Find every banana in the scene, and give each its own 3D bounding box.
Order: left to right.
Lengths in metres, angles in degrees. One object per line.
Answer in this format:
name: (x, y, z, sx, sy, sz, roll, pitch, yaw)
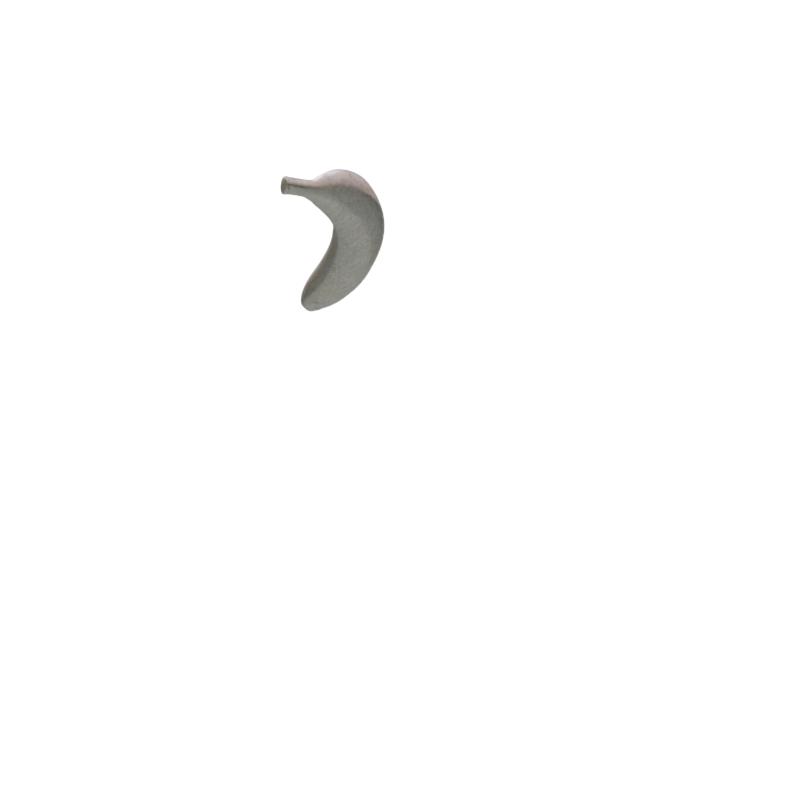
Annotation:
banana: (-0.046, -0.120, 0.823, 0.070, 0.039, 0.186, -1, -24, 0)
